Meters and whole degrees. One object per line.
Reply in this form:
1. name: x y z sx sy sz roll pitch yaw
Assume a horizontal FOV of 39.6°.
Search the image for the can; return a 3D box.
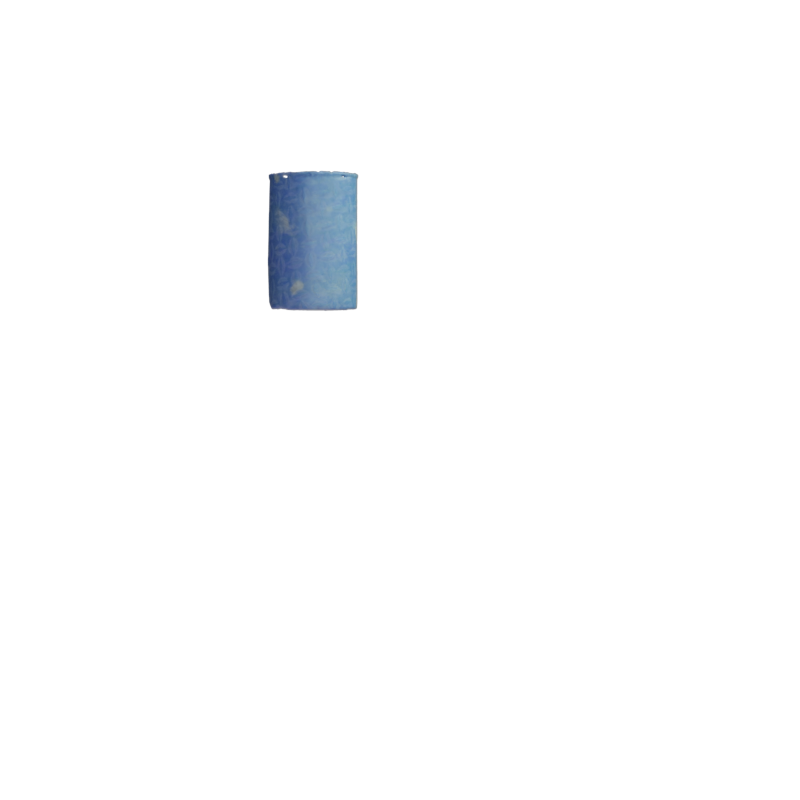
1. can: -0.066 -0.120 0.838 0.068 0.102 0.069 0 1 -2
